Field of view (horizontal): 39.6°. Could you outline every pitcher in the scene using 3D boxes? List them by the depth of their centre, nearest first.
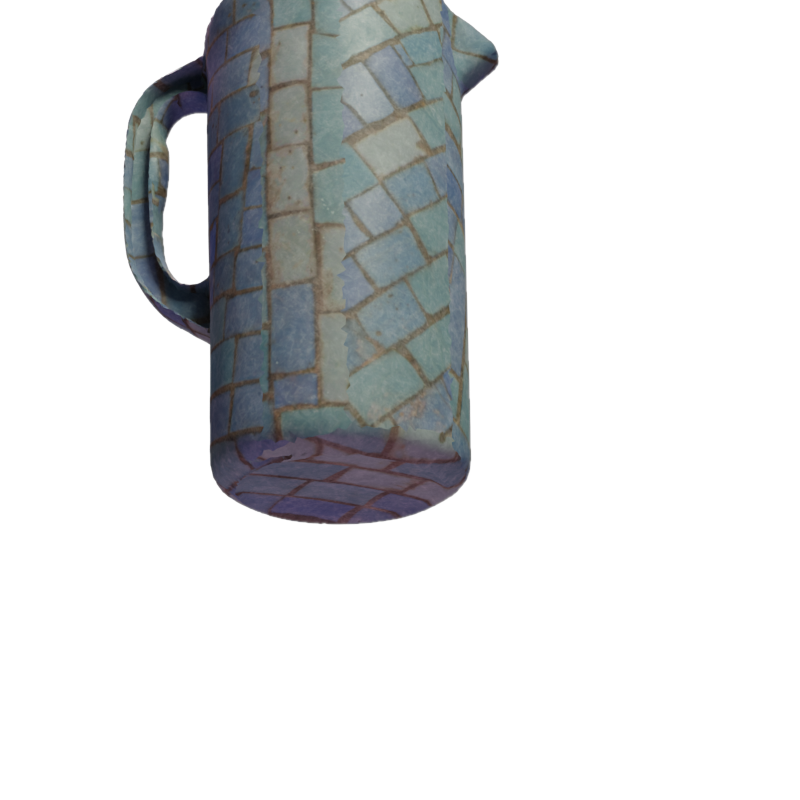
[{"bbox_3d":[-0.041,-0.074,0.517,0.137,0.258,0.148,19,-34,-33],"label":"pitcher"}]
